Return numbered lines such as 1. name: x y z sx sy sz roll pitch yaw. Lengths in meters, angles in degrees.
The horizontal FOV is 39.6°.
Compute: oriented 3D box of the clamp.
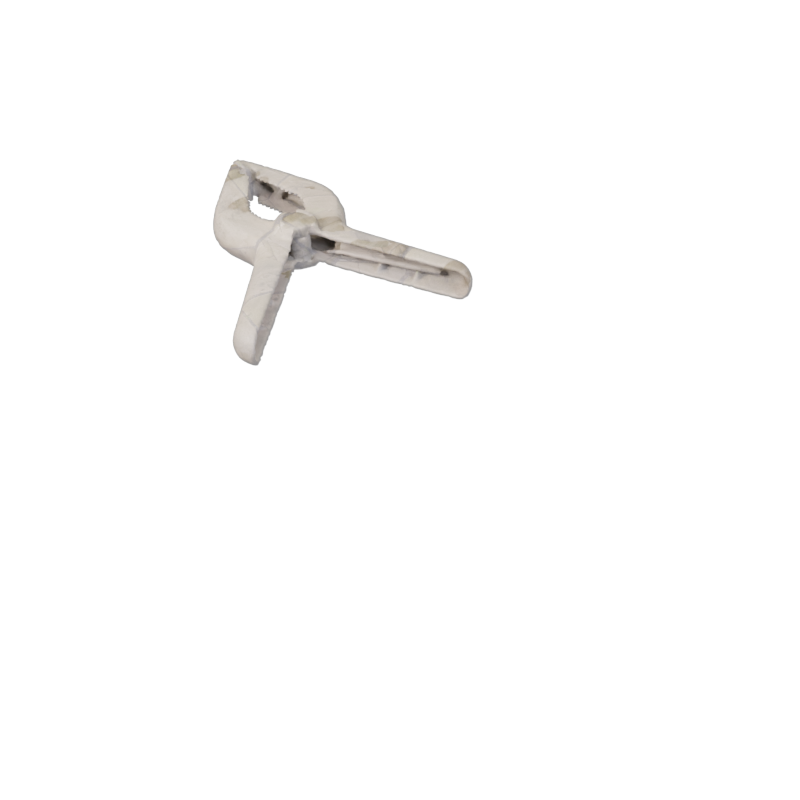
1. clamp: -0.060 -0.109 0.763 0.162 0.034 0.227 -13 41 -16
